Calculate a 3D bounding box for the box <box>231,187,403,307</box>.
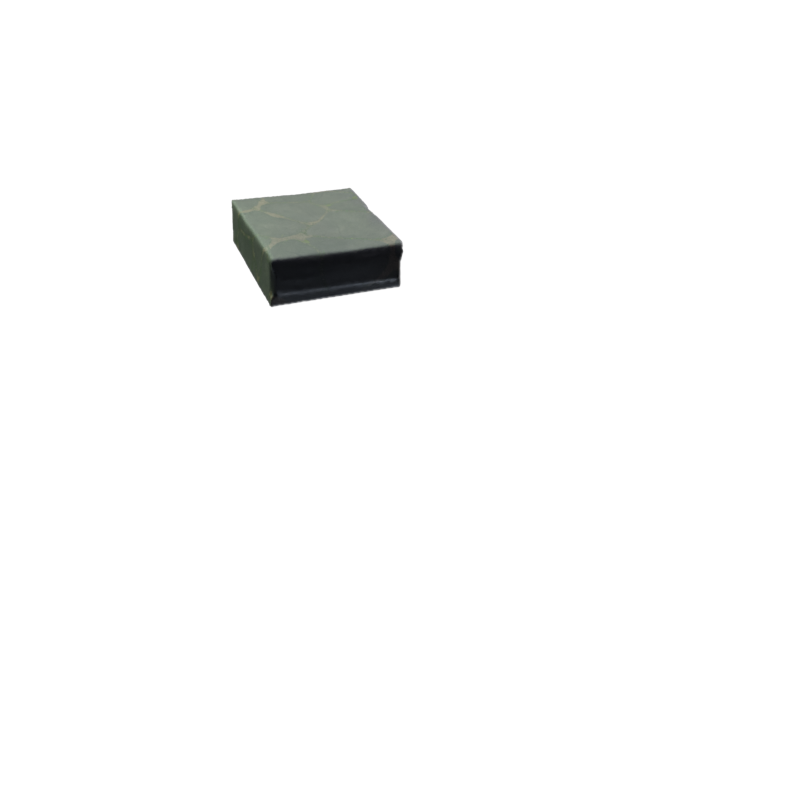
[{"bbox_3d":[-0.048,-0.087,0.610,0.072,0.028,0.096,-9,31,-16],"label":"box"}]
